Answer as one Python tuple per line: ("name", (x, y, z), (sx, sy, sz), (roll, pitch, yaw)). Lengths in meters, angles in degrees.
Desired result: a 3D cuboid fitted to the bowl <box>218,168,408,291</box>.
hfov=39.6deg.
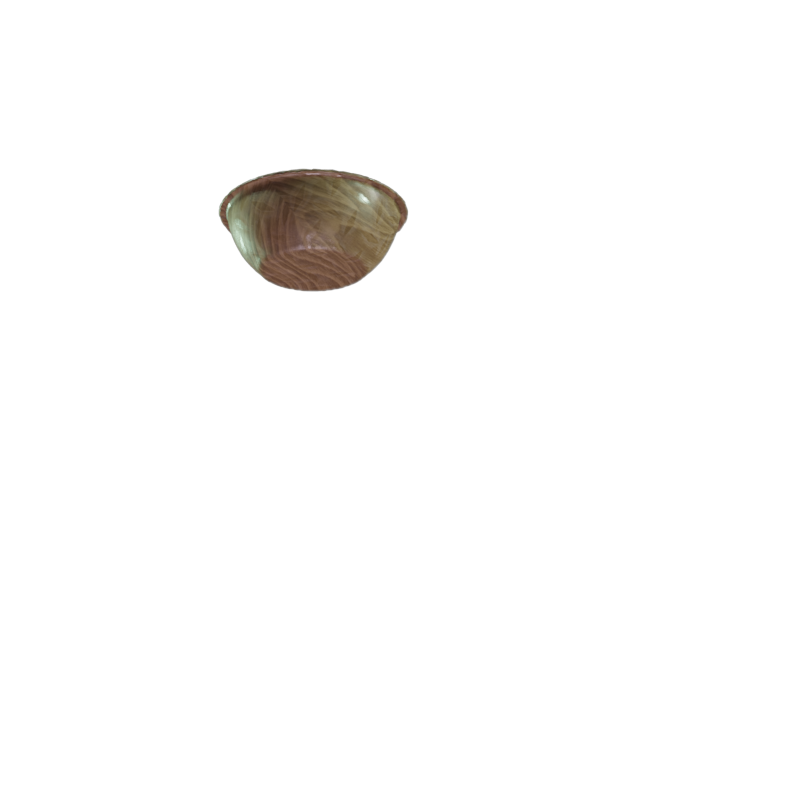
("bowl", (-0.073, -0.134, 0.939), (0.162, 0.058, 0.154), (0, -19, -2))
